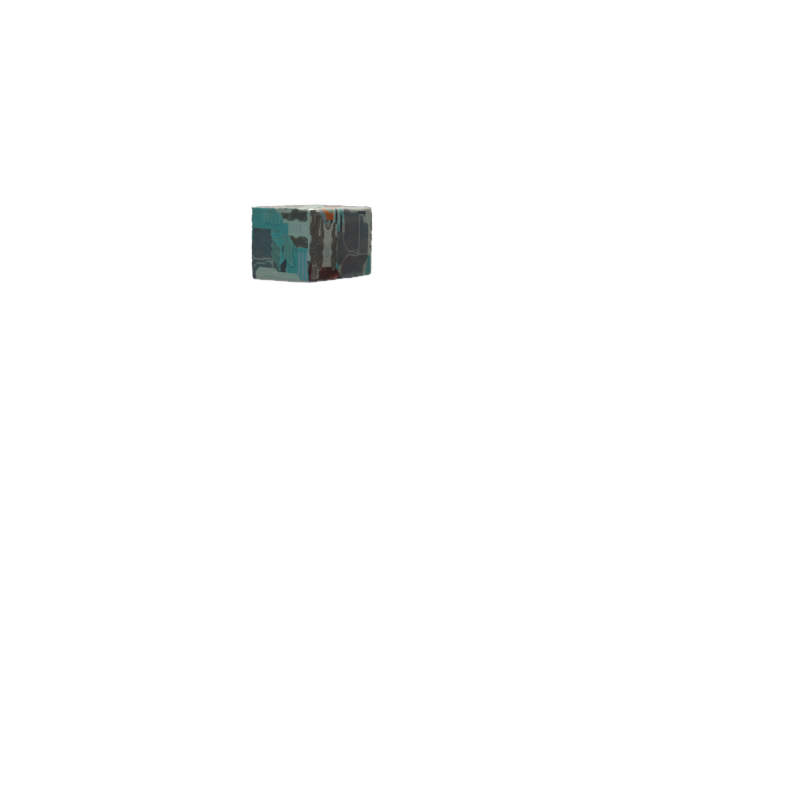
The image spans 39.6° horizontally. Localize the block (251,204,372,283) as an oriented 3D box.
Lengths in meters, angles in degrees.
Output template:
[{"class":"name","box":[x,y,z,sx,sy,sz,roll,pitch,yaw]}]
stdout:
[{"class":"block","box":[-0.062,-0.113,0.788,0.055,0.051,0.076,5,10,33]}]
